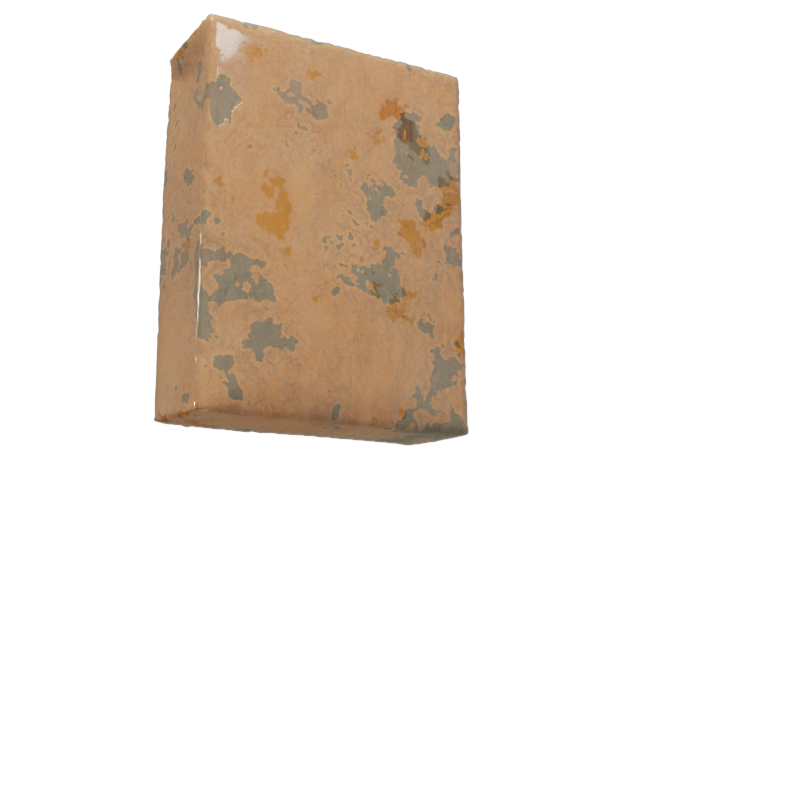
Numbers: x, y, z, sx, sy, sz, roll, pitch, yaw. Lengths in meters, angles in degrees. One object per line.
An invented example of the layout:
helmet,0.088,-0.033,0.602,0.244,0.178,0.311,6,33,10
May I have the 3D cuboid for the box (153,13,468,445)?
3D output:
box,-0.048,-0.088,0.619,0.157,0.222,0.072,7,-18,-29
